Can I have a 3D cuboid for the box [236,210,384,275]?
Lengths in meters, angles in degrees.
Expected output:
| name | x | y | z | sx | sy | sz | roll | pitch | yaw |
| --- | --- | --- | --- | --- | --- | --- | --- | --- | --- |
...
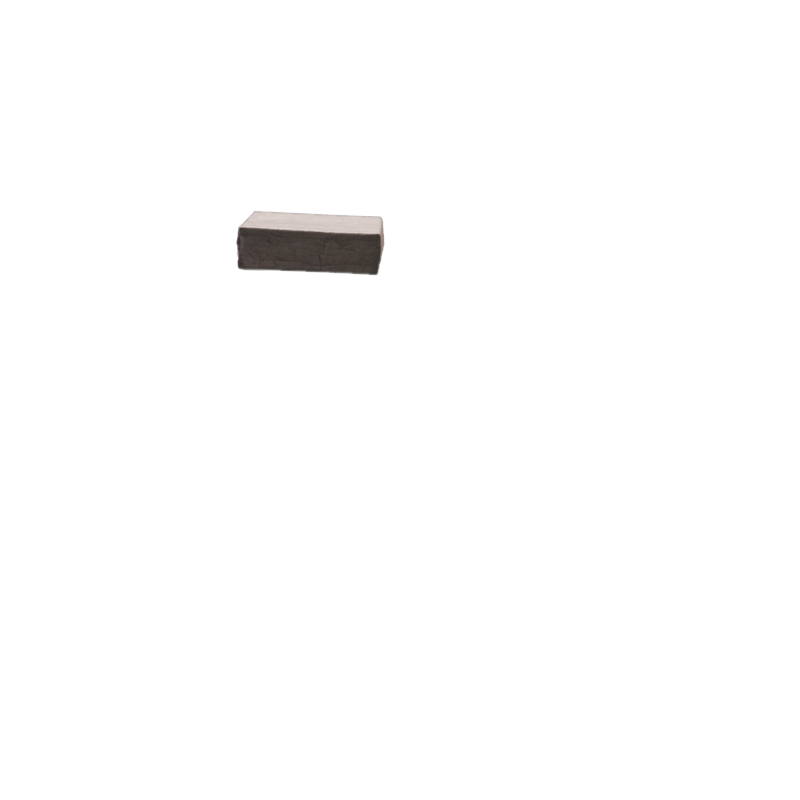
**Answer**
| name | x | y | z | sx | sy | sz | roll | pitch | yaw |
| --- | --- | --- | --- | --- | --- | --- | --- | --- | --- |
| box | -0.070 | -0.128 | 0.895 | 0.114 | 0.038 | 0.092 | 1 | 15 | 3 |
